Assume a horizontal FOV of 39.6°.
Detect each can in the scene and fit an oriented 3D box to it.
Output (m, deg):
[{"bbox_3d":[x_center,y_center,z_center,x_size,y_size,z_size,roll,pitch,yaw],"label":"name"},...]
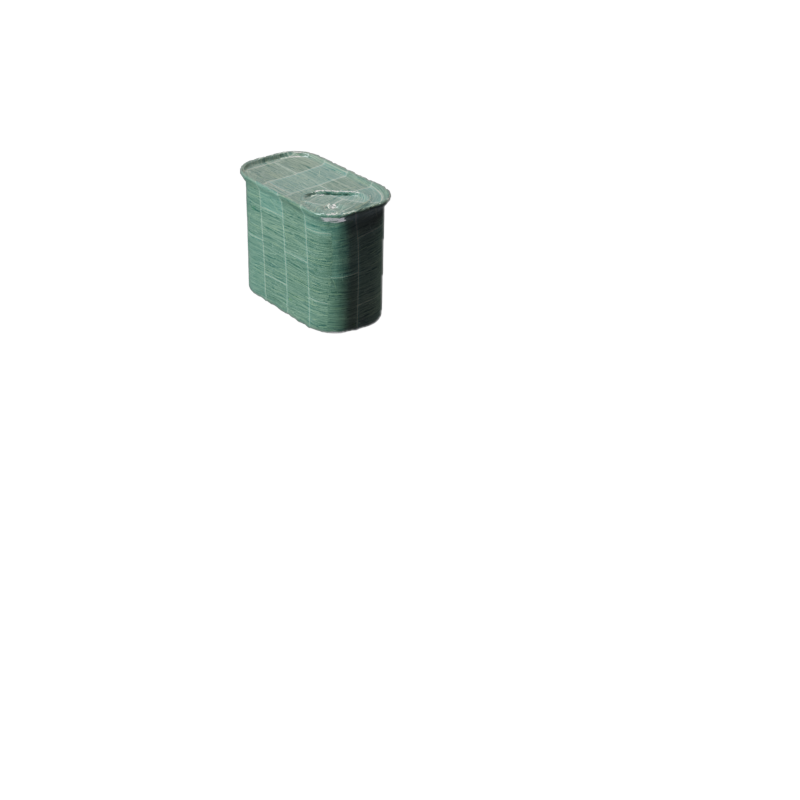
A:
[{"bbox_3d":[-0.054,-0.099,0.692,0.057,0.079,0.109,-20,36,-34],"label":"can"}]
